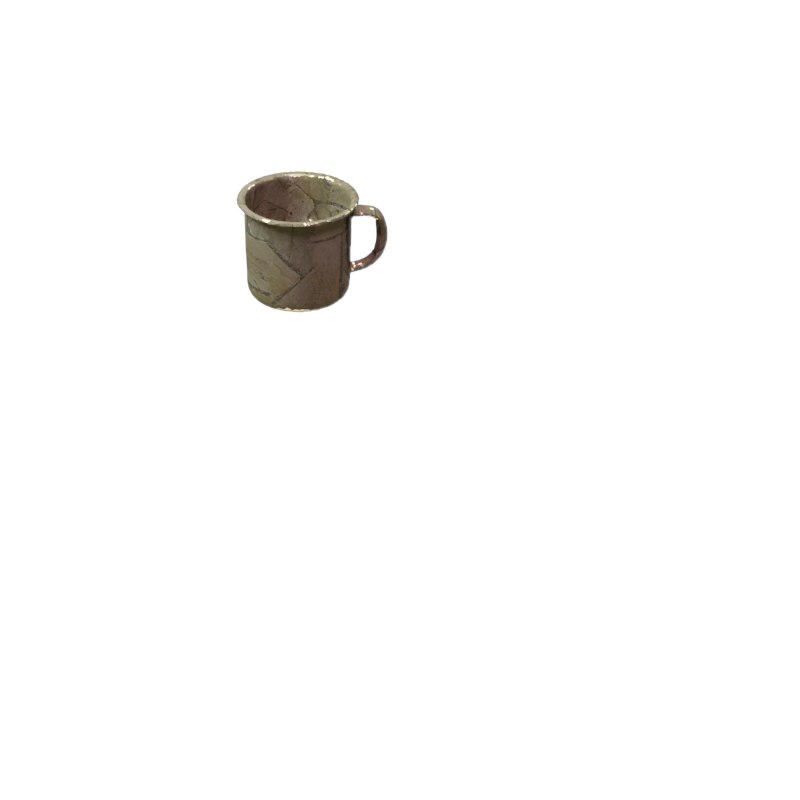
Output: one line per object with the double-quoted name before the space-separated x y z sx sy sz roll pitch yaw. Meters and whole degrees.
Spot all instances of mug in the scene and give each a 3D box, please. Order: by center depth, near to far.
"mug" -0.068 -0.123 0.864 0.116 0.077 0.100 -7 34 -12
